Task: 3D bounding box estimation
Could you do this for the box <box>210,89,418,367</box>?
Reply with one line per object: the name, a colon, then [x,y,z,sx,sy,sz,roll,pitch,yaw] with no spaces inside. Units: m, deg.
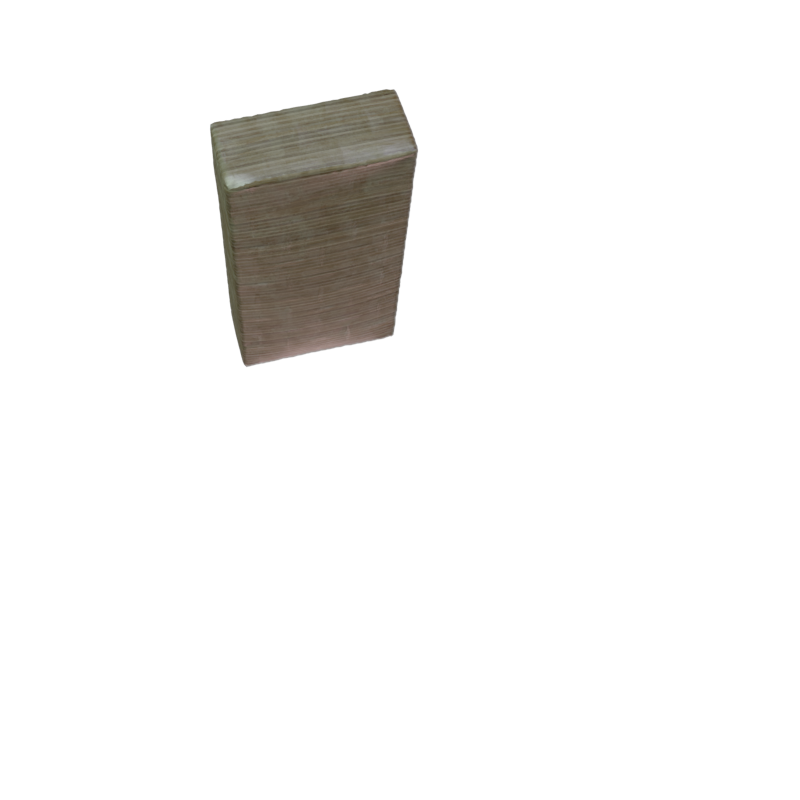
box: [-0.045,-0.082,0.579,0.093,0.051,0.166,-12,-24,-9]
